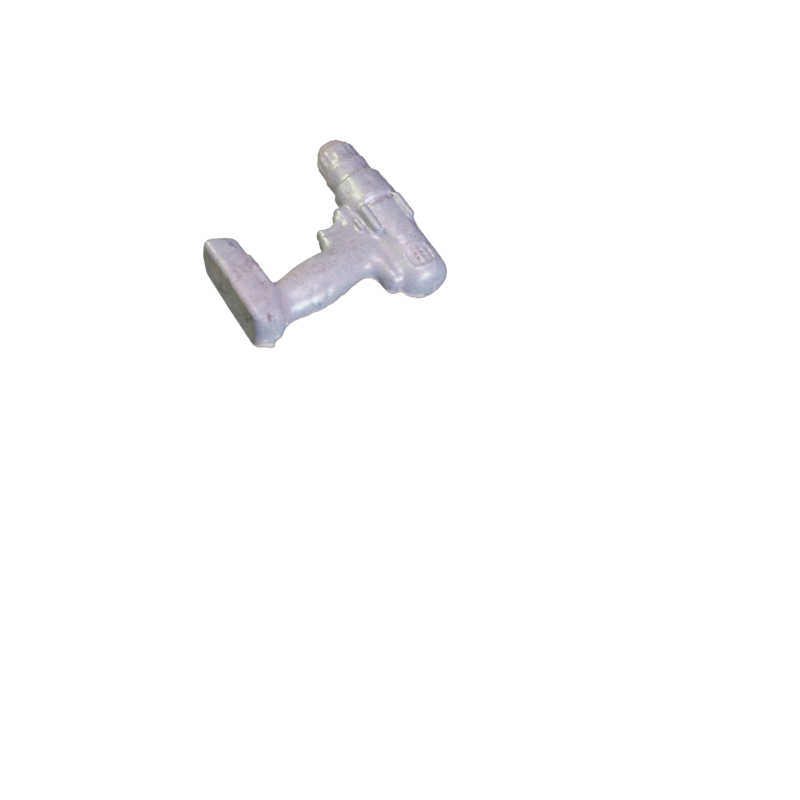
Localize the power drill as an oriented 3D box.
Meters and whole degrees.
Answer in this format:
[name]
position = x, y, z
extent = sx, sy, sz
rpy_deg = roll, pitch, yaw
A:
[power drill]
position = -0.078, -0.142, 0.992
extent = 0.187, 0.198, 0.054
rpy_deg = -27, -30, -17
